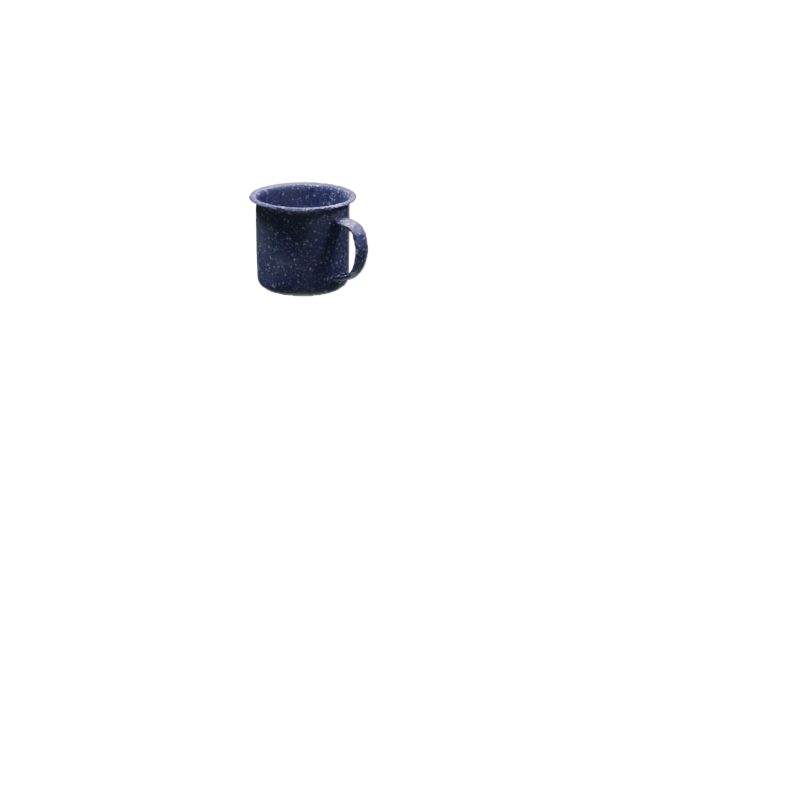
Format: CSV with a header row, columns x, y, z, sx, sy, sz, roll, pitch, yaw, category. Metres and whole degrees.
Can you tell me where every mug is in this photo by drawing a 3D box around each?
x,y,z,sx,sy,sz,roll,pitch,yaw,category
-0.076,-0.138,0.968,0.123,0.078,0.092,17,26,34,mug
